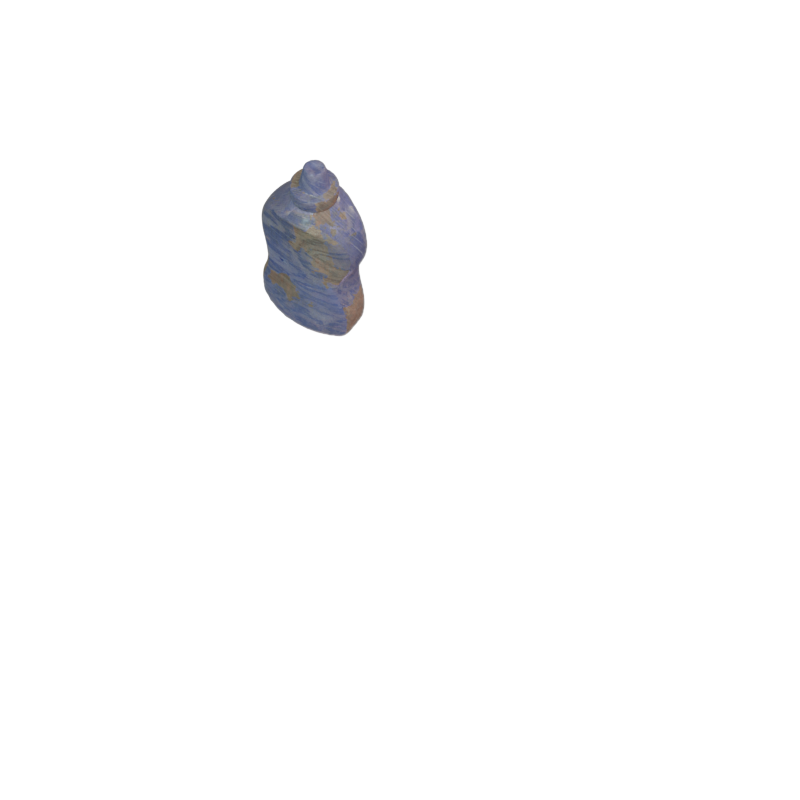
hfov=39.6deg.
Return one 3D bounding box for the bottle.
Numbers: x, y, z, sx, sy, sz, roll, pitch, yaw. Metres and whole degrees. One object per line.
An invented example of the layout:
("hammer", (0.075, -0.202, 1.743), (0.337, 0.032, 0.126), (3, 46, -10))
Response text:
("bottle", (-0.075, -0.137, 0.959), (0.100, 0.060, 0.179), (33, -29, 17))
